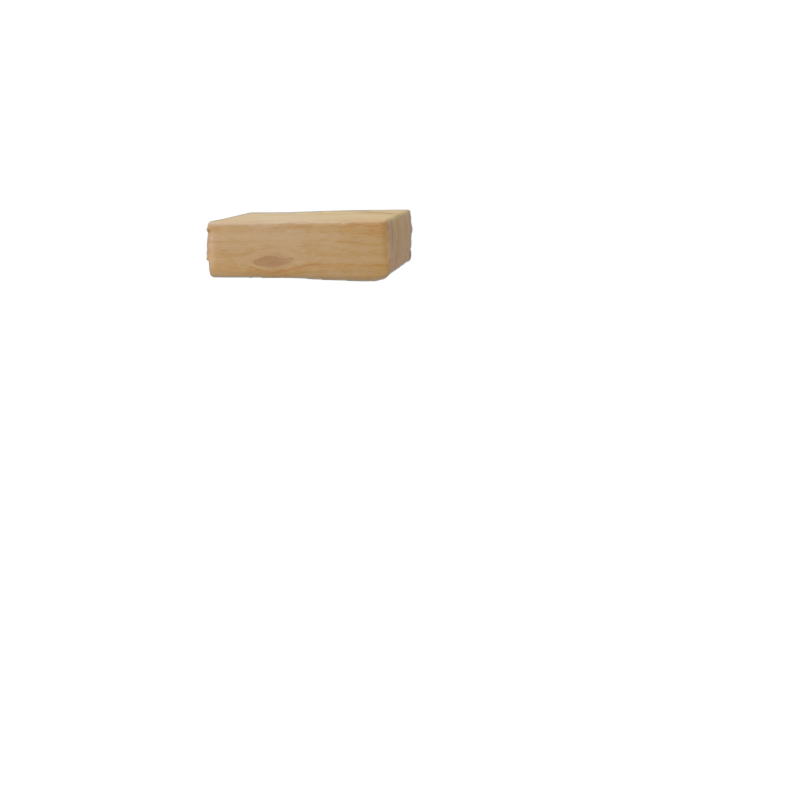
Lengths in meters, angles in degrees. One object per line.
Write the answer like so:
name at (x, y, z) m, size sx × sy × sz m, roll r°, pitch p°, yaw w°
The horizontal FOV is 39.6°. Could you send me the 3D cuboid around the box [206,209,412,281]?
box at (-0.054, -0.099, 0.694) m, size 0.115 × 0.038 × 0.090 m, roll 3°, pitch 13°, yaw 11°
